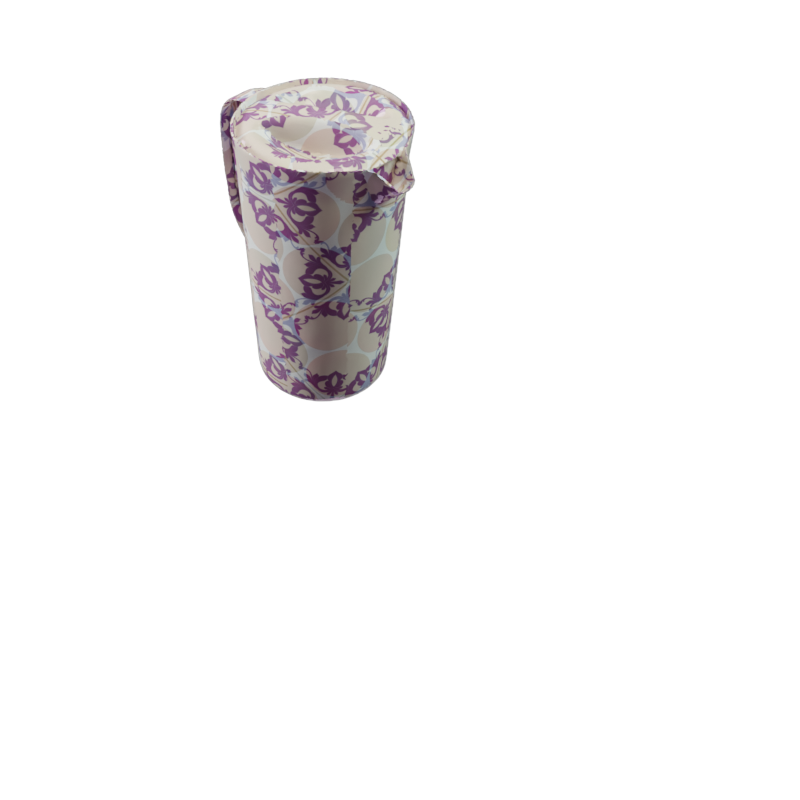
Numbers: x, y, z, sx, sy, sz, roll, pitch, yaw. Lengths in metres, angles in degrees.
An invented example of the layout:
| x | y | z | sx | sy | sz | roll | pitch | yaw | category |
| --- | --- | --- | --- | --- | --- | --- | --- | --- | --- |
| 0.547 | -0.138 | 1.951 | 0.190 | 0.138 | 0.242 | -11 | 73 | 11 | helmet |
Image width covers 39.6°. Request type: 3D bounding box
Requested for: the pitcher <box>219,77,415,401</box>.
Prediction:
| x | y | z | sx | sy | sz | roll | pitch | yaw | category |
| --- | --- | --- | --- | --- | --- | --- | --- | --- | --- |
| -0.068 | -0.124 | 0.871 | 0.144 | 0.227 | 0.160 | 0 | 41 | -4 | pitcher |
